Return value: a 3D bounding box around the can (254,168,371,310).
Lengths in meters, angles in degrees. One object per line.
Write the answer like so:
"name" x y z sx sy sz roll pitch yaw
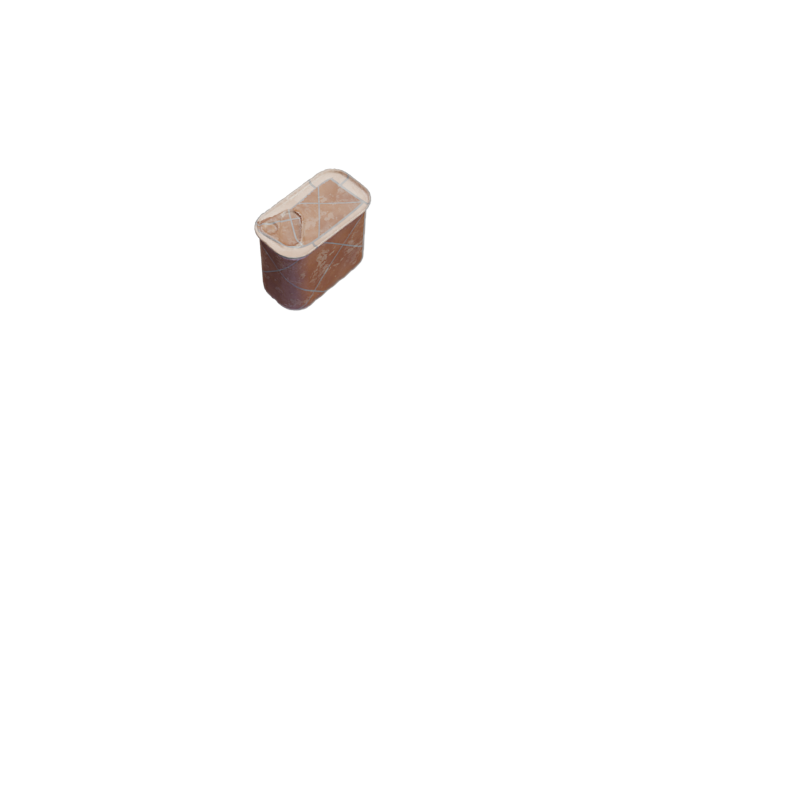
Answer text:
"can" -0.075 -0.137 0.958 0.103 0.061 0.078 -41 -23 -25
